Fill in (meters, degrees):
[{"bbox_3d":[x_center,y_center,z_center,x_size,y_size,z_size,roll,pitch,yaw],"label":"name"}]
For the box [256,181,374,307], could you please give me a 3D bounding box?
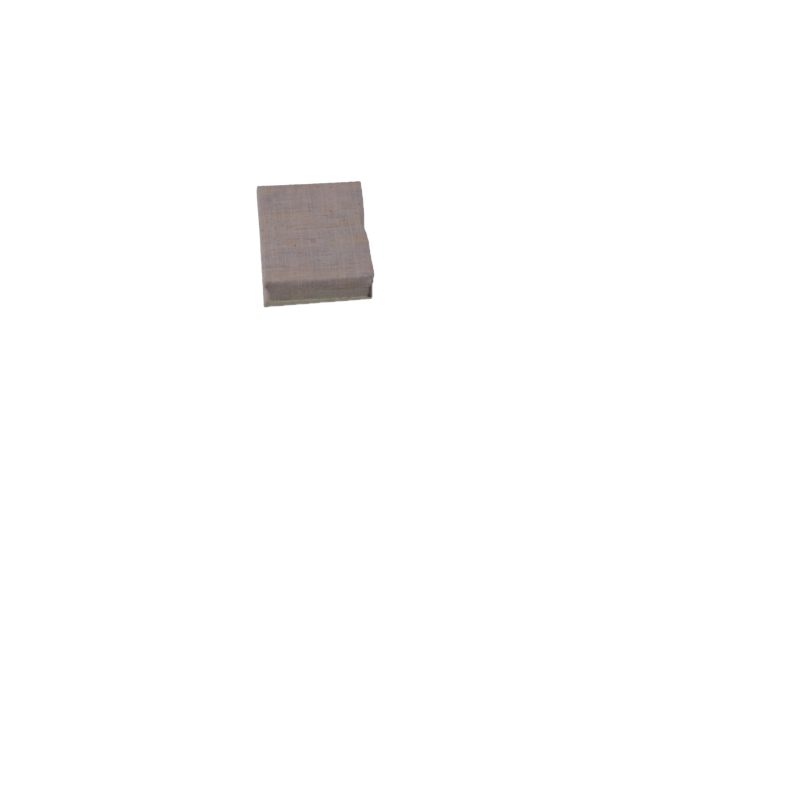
[{"bbox_3d":[-0.059,-0.107,0.748,0.073,0.096,0.028,-4,-38,-4],"label":"box"}]
